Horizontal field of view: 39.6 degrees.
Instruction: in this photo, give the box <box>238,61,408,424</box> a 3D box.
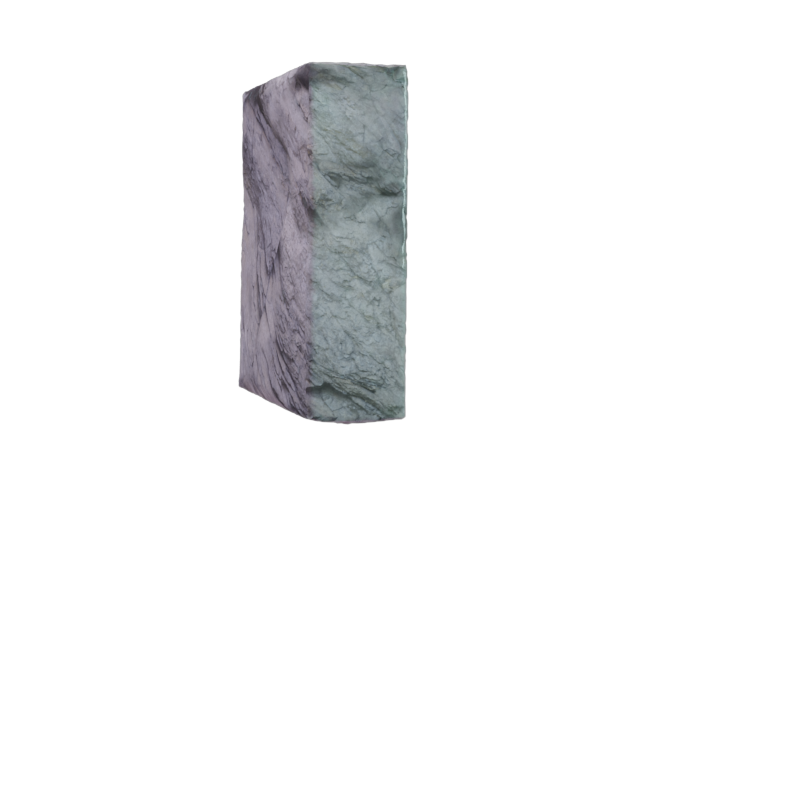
[{"bbox_3d":[-0.057,-0.103,0.723,0.070,0.213,0.169,-1,4,-21],"label":"box"}]
